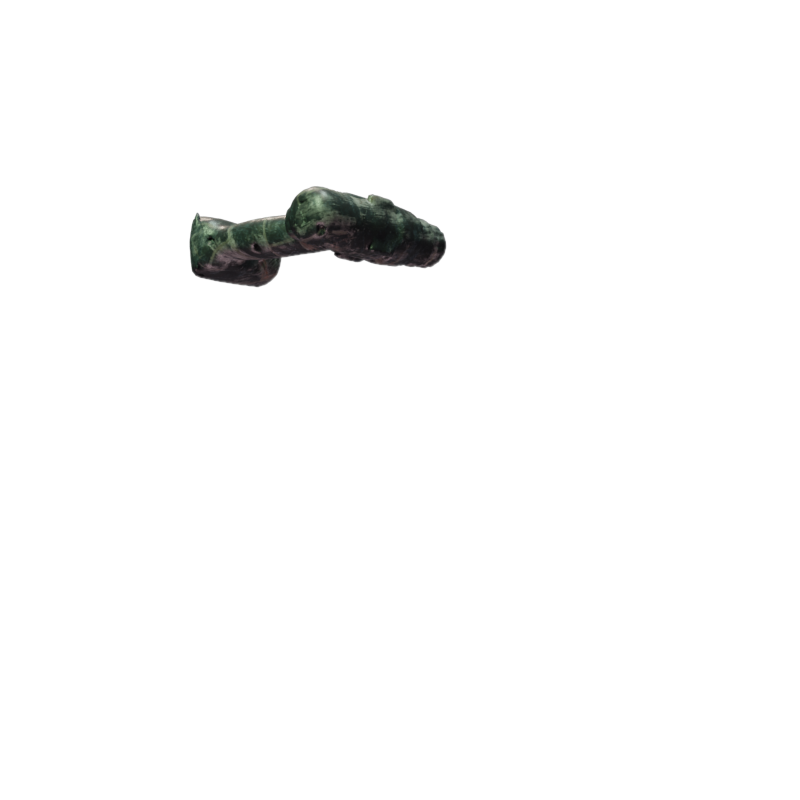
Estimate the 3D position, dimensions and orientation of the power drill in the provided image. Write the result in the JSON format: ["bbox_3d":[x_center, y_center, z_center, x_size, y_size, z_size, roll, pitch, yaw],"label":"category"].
[{"bbox_3d":[-0.076,-0.138,0.968,0.193,0.059,0.175,-6,-9,38],"label":"power drill"}]
